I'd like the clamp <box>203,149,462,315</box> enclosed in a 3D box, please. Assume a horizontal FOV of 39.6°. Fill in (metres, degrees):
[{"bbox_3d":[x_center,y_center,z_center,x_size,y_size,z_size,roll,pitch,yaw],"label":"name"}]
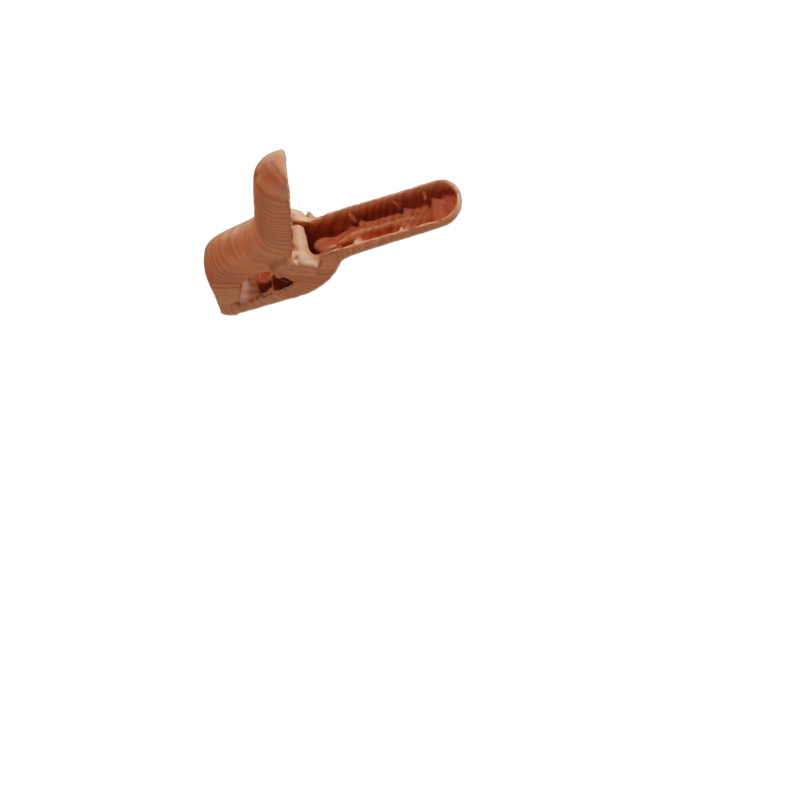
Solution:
[{"bbox_3d":[-0.048,-0.088,0.619,0.116,0.041,0.170,8,-18,-25],"label":"clamp"}]
